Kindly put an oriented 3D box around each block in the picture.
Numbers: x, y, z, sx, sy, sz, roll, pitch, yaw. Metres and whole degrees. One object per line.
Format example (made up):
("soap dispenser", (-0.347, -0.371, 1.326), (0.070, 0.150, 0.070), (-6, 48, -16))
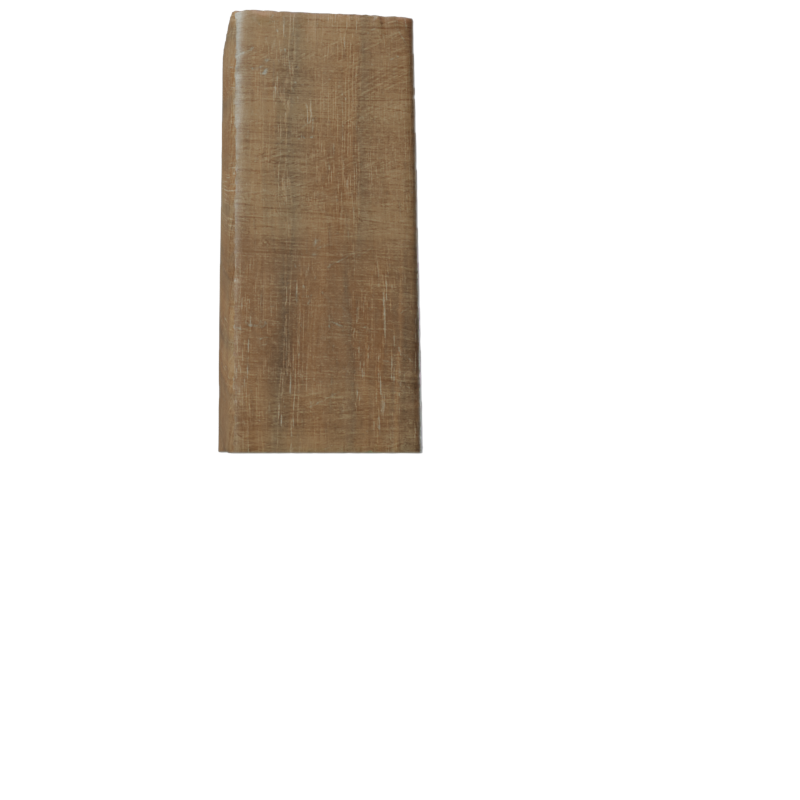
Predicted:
("block", (-0.043, -0.079, 0.550), (0.090, 0.211, 0.089), (1, -9, -10))
